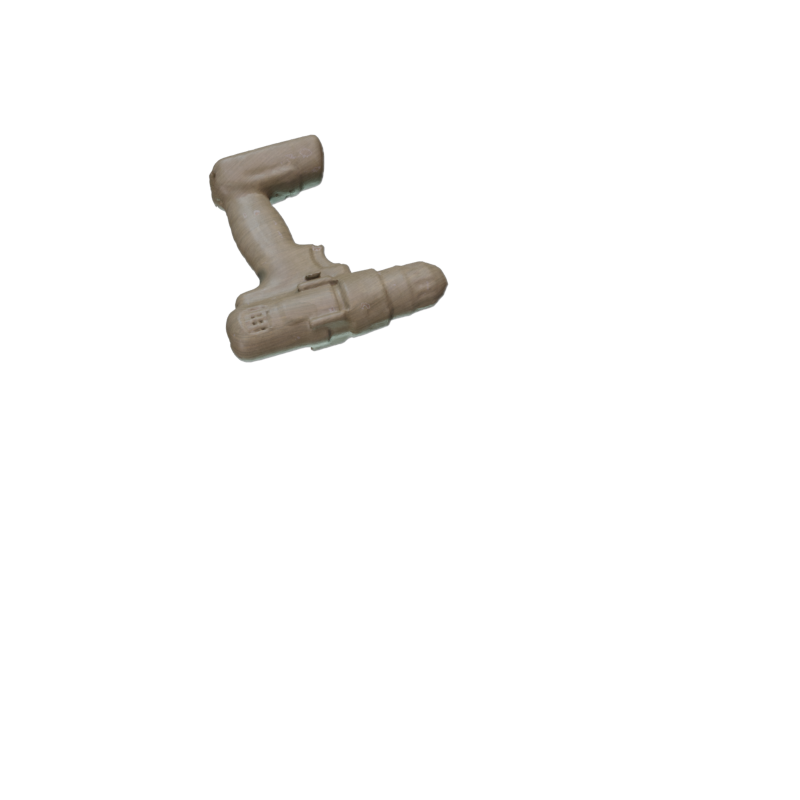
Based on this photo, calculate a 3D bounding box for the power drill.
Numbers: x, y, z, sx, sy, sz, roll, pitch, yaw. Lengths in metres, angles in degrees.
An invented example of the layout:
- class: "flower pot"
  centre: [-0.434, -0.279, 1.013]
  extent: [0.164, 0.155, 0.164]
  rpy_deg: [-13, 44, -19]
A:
- class: "power drill"
  centre: [-0.073, -0.133, 0.933]
  extent: [0.183, 0.201, 0.054]
  rpy_deg: [-16, -30, -10]
